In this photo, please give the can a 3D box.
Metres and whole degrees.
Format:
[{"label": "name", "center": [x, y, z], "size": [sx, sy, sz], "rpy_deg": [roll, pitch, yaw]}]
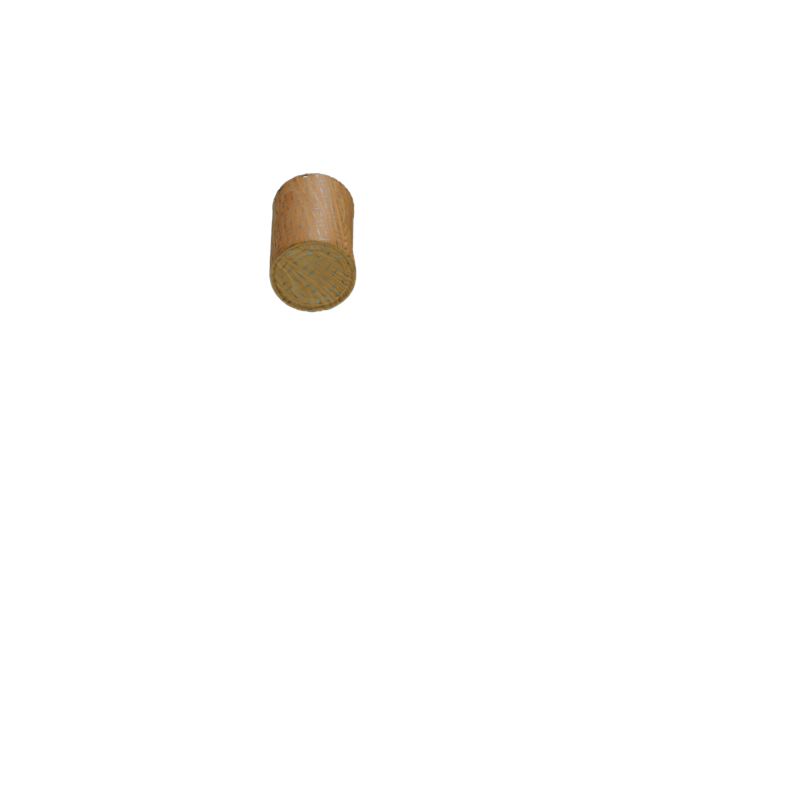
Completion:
[{"label": "can", "center": [-0.068, -0.125, 0.872], "size": [0.068, 0.064, 0.109], "rpy_deg": [-1, 37, -3]}]
